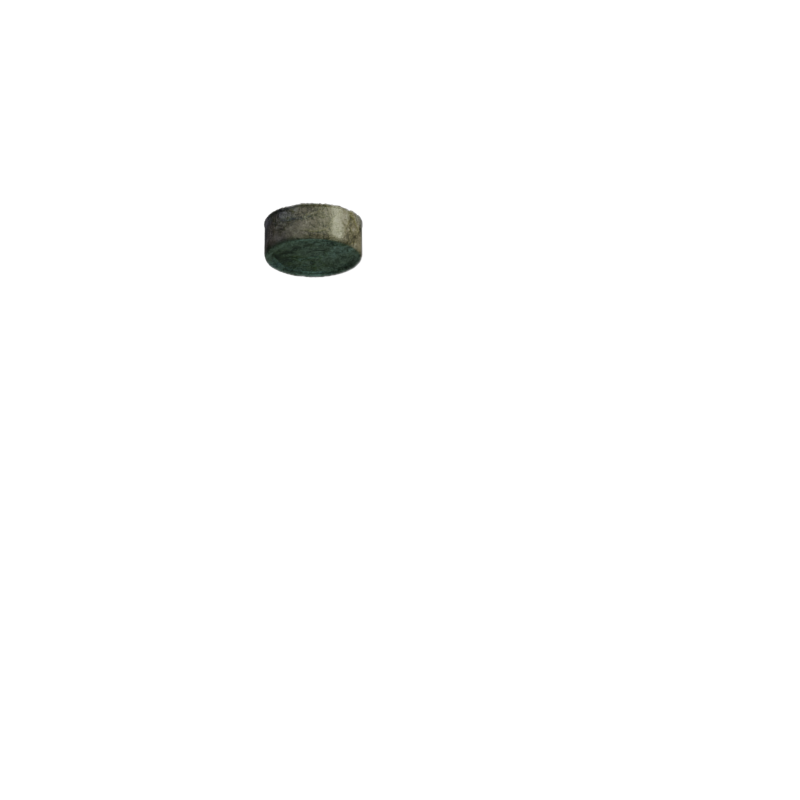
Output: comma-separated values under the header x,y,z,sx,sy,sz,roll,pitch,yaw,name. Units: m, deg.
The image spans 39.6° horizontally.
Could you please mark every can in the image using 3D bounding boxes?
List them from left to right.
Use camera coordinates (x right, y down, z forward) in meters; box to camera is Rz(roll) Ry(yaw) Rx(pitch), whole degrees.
x,y,z,sx,sy,sz,roll,pitch,yaw,name
-0.075,-0.136,0.955,0.086,0.035,0.082,0,-18,-2,can
